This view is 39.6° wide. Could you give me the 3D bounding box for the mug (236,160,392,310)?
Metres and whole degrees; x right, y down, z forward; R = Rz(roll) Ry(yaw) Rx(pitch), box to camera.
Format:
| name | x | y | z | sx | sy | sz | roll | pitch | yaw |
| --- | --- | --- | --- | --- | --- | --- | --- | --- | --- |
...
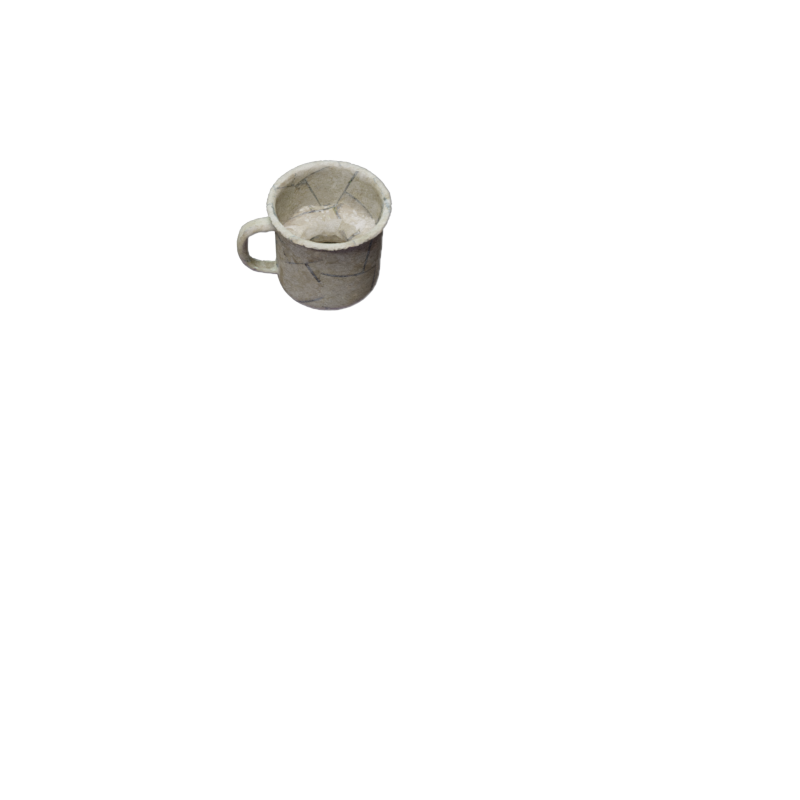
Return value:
| name | x | y | z | sx | sy | sz | roll | pitch | yaw |
| --- | --- | --- | --- | --- | --- | --- | --- | --- | --- |
| mug | -0.066 | -0.121 | 0.847 | 0.116 | 0.101 | 0.076 | -9 | -38 | -9 |
